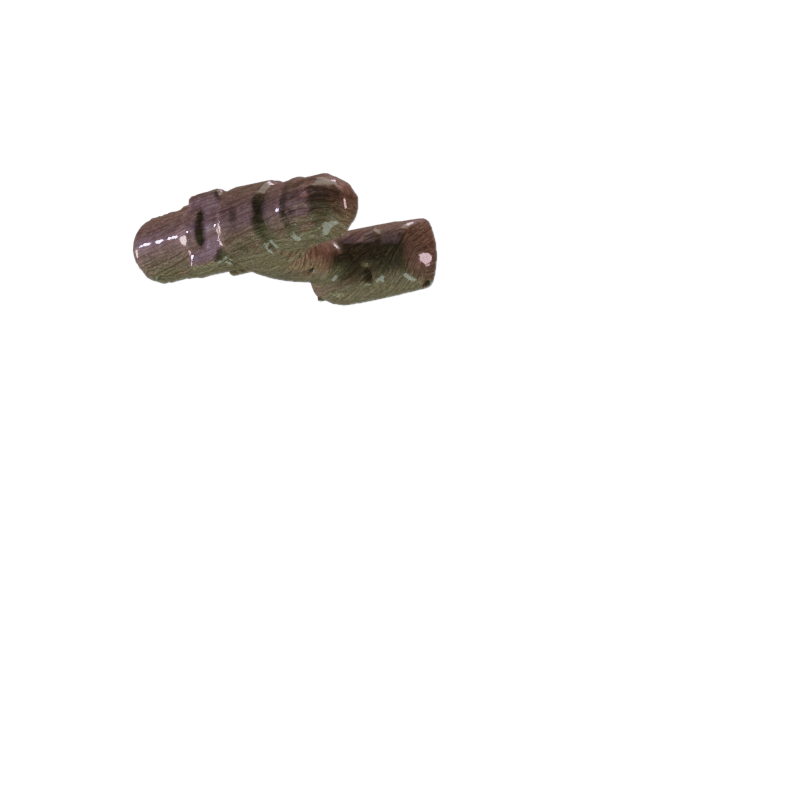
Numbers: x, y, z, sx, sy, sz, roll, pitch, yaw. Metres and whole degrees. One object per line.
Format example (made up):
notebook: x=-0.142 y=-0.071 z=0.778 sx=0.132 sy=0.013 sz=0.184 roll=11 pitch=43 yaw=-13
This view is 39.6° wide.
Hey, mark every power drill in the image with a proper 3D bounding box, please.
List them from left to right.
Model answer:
power drill: x=-0.059 y=-0.108 z=0.754 sx=0.190 sy=0.059 sz=0.178 roll=-5 pitch=-7 yaw=40
